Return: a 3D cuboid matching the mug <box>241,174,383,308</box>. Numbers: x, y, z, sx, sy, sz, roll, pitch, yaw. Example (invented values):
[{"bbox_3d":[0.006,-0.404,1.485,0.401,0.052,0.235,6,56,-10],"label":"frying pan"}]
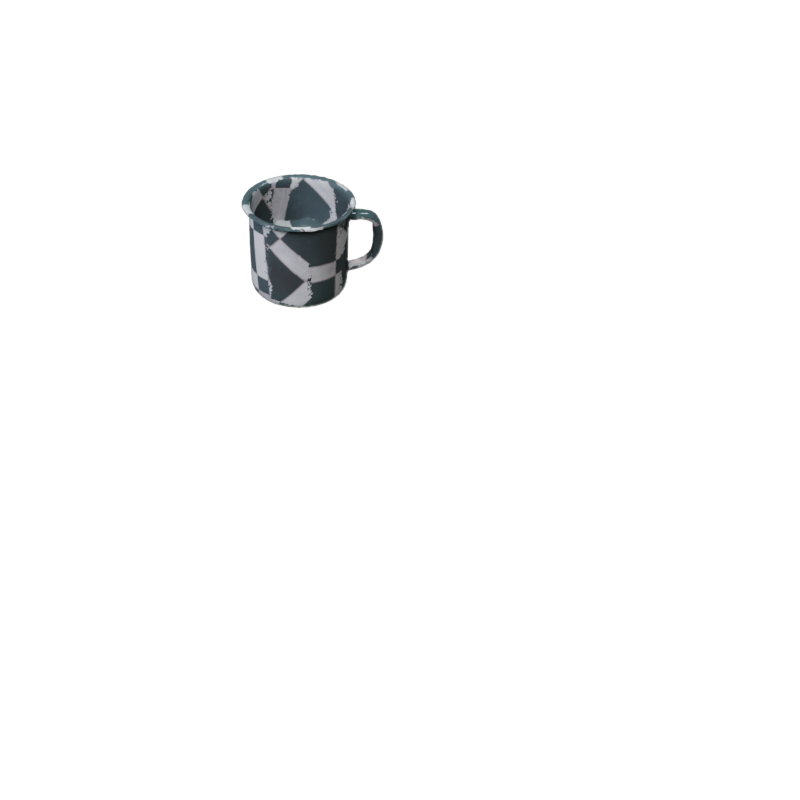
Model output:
[{"bbox_3d":[-0.072,-0.132,0.924,0.116,0.076,0.100,-5,36,-9],"label":"mug"}]
